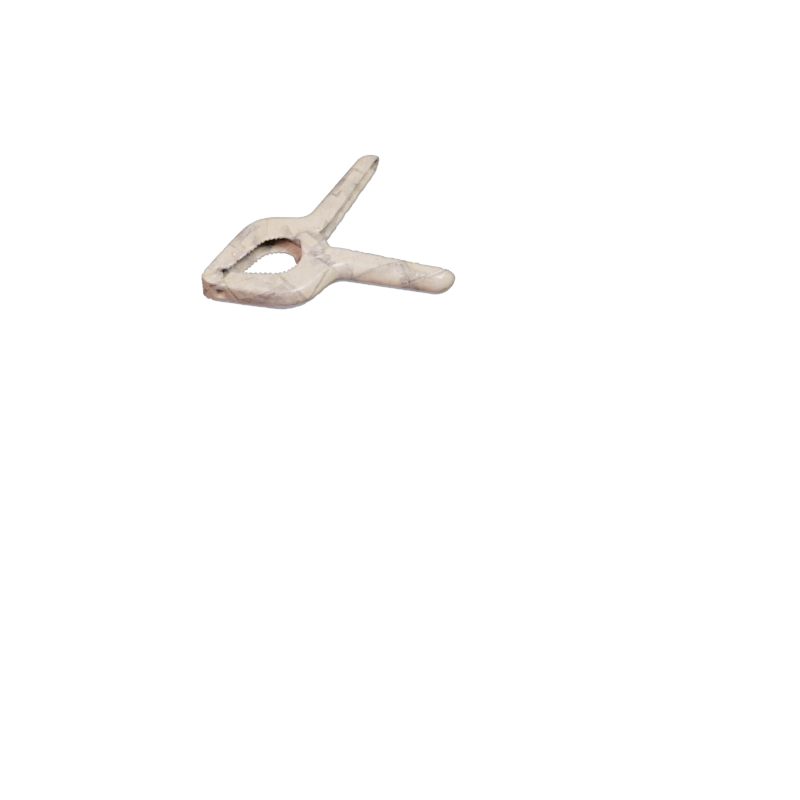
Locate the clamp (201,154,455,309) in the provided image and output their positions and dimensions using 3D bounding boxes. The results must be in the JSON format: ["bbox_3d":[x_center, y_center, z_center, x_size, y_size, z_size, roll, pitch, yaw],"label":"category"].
[{"bbox_3d":[-0.077,-0.140,0.979,0.208,0.178,0.034,-14,-36,-11],"label":"clamp"}]
